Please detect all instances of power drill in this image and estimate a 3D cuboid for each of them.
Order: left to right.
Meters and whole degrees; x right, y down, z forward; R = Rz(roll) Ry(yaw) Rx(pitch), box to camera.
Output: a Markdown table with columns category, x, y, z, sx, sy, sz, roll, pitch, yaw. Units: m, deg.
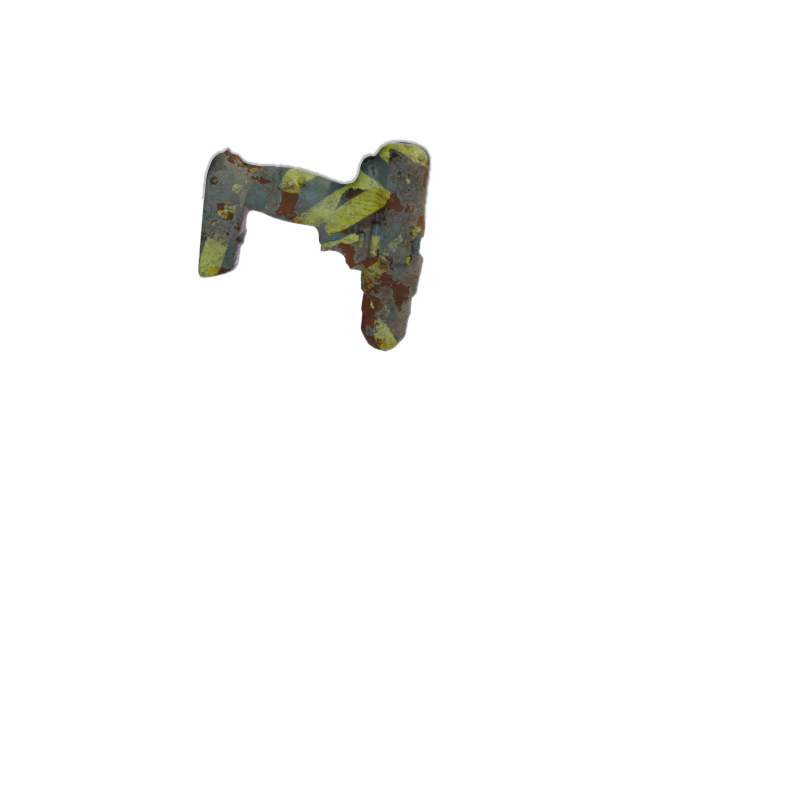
| category | x | y | z | sx | sy | sz | roll | pitch | yaw |
| --- | --- | --- | --- | --- | --- | --- | --- | --- | --- |
| power drill | -0.073 | -0.133 | 0.932 | 0.187 | 0.177 | 0.060 | 5 | 20 | -2 |
